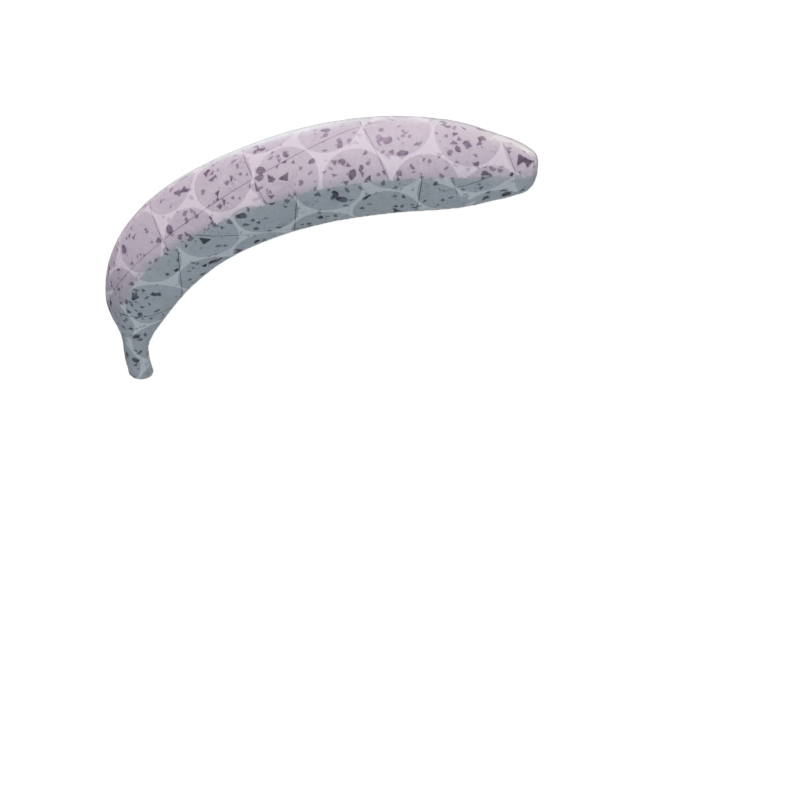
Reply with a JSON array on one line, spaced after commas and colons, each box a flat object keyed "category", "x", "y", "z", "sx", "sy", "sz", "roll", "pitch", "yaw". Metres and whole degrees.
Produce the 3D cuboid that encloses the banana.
[{"category": "banana", "x": -0.048, "y": -0.072, "z": 0.436, "sx": 0.198, "sy": 0.039, "sz": 0.064, "roll": -22, "pitch": -47, "yaw": 22}]
